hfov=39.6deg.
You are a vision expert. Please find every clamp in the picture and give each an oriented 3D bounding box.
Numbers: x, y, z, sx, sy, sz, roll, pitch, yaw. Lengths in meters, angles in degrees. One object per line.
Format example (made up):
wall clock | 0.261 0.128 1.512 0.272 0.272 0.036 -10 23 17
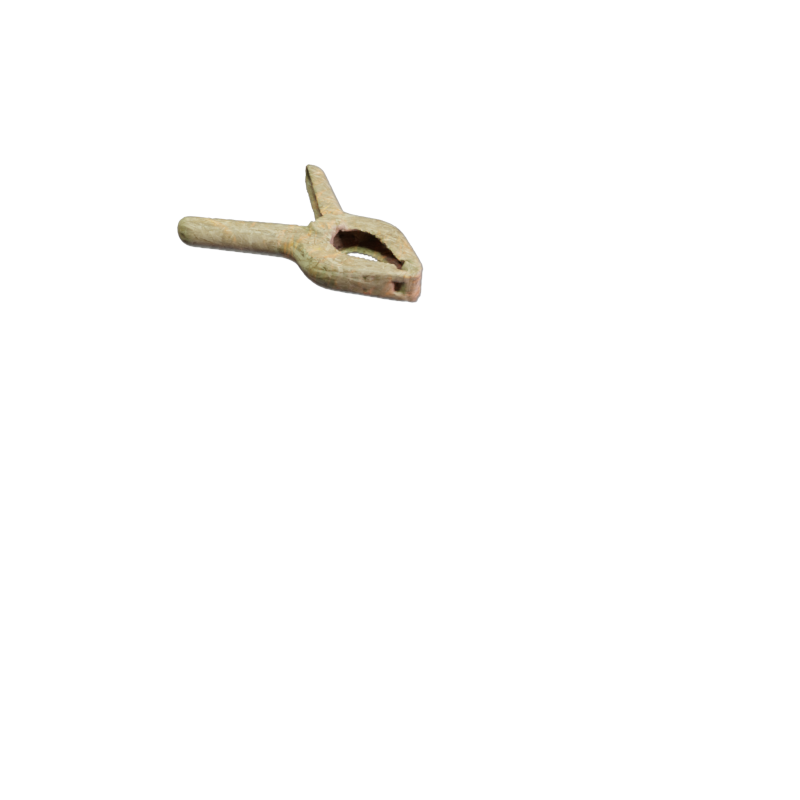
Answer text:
clamp | -0.072 -0.132 0.921 0.163 0.034 0.225 -26 44 -31
